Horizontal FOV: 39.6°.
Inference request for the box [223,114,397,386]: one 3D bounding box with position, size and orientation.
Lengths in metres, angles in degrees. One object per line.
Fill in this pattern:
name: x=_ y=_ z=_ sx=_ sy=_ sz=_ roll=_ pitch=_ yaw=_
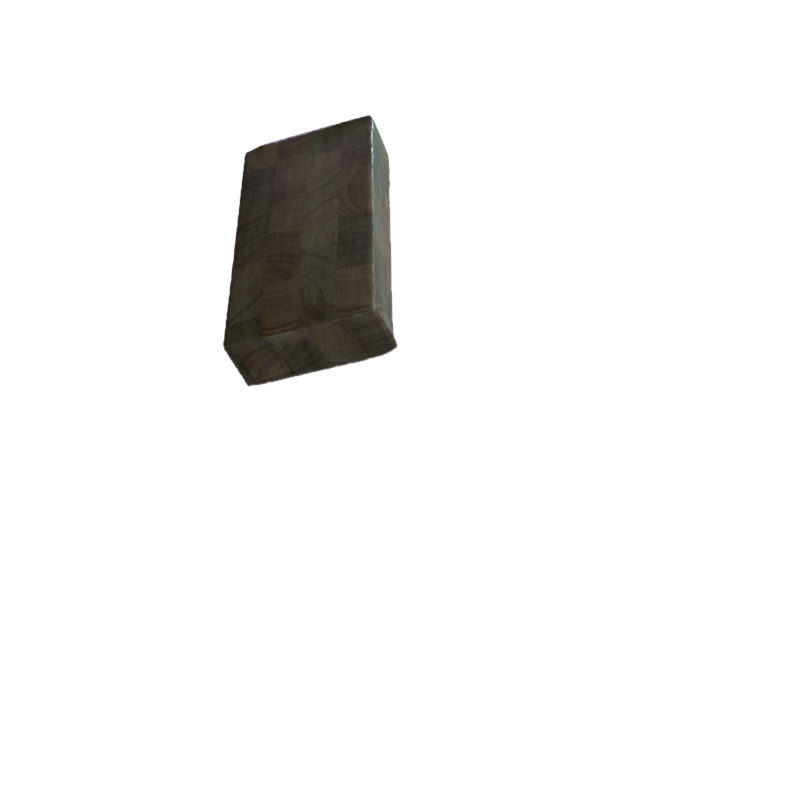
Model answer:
box: x=-0.054 y=-0.097 z=0.680 sx=0.094 sy=0.189 sz=0.044 roll=-14 pitch=-42 yaw=13
